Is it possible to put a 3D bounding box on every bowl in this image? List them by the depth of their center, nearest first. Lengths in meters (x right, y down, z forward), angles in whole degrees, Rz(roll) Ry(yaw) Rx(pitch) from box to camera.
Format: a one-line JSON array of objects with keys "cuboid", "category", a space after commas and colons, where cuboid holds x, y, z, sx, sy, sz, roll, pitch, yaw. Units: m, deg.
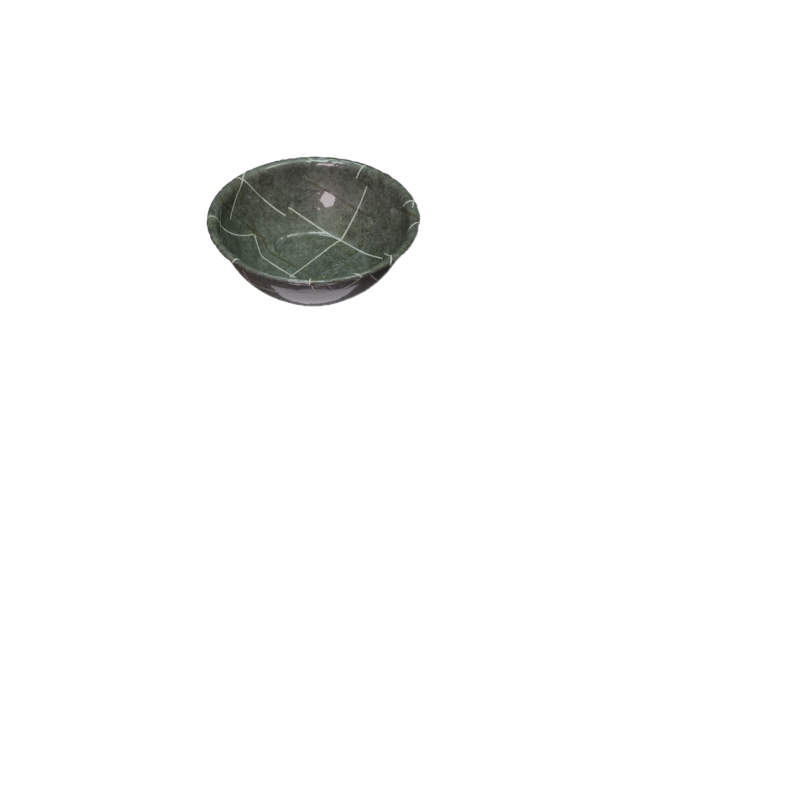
[{"cuboid": [-0.067, -0.122, 0.855, 0.162, 0.051, 0.174, -1, 43, -1], "category": "bowl"}]
